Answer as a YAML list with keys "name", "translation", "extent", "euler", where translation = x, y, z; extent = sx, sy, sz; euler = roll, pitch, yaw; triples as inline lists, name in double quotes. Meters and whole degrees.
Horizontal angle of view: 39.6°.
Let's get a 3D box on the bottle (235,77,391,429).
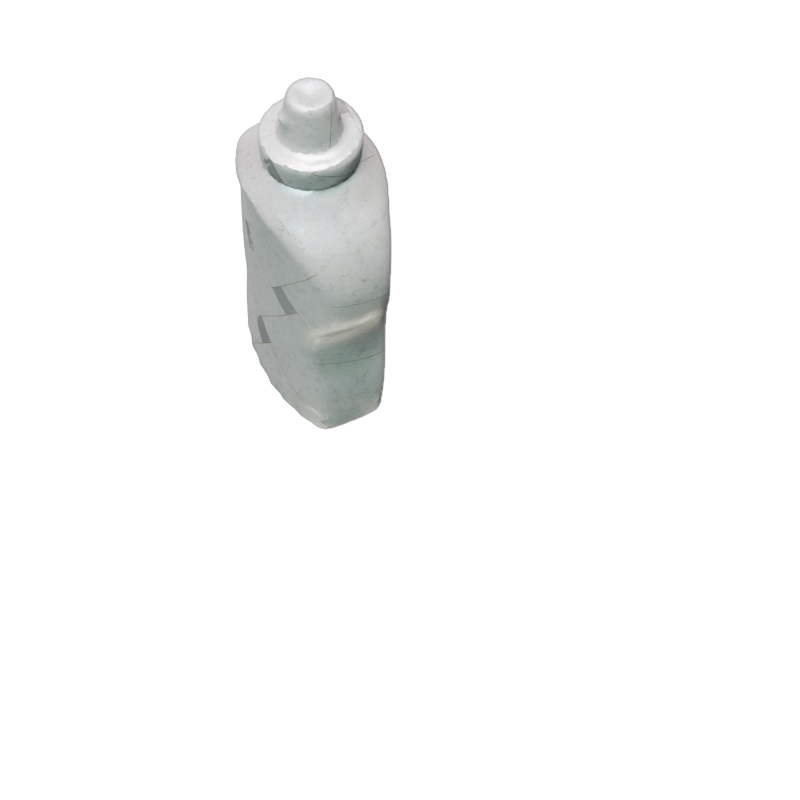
- name: "bottle"
  translation: [-0.038, -0.069, 0.484]
  extent: [0.058, 0.103, 0.180]
  euler: [-19, -27, -14]
